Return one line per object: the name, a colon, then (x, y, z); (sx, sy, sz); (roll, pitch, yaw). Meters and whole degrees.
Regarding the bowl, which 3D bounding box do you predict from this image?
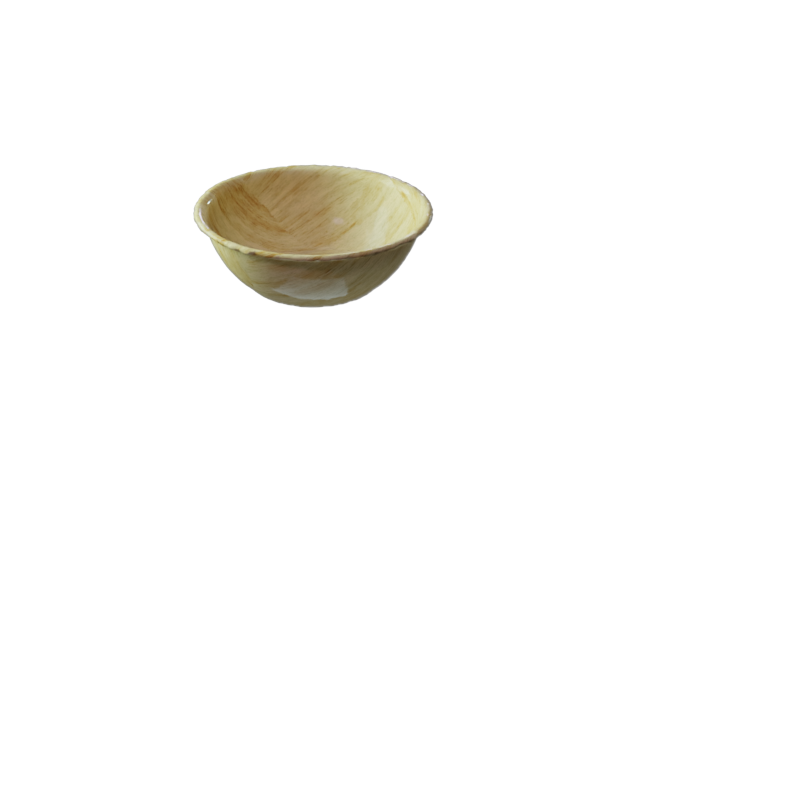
bowl: (-0.059, -0.108, 0.760); (0.162, 0.052, 0.172); (-1, 31, -2)
